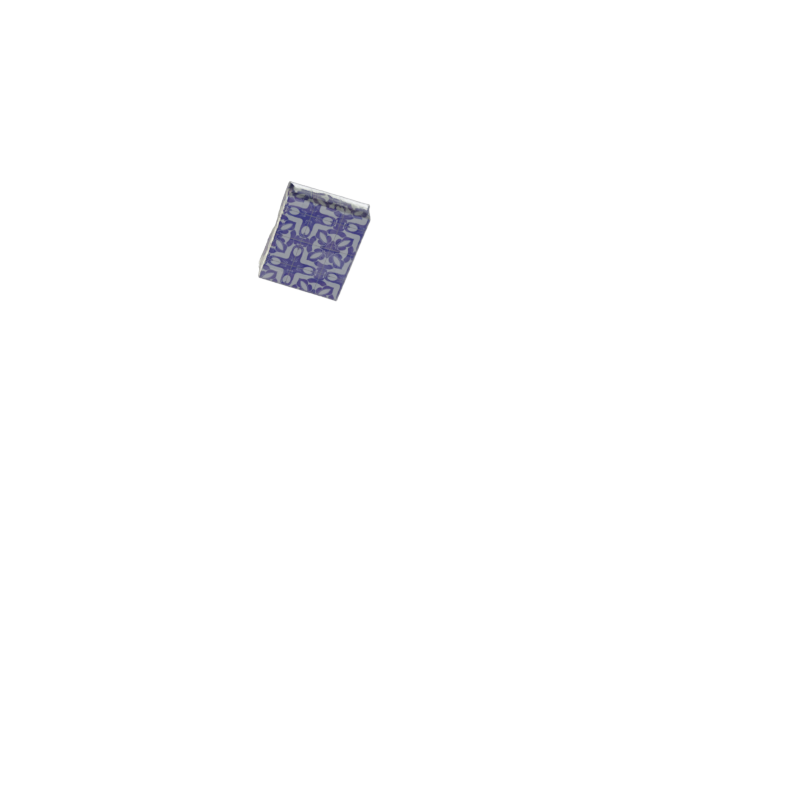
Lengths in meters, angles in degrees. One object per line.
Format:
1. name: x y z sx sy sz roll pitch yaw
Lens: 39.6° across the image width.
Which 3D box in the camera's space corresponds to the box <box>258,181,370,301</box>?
1. box: -0.074 -0.135 0.946 0.072 0.085 0.032 17 32 -11
